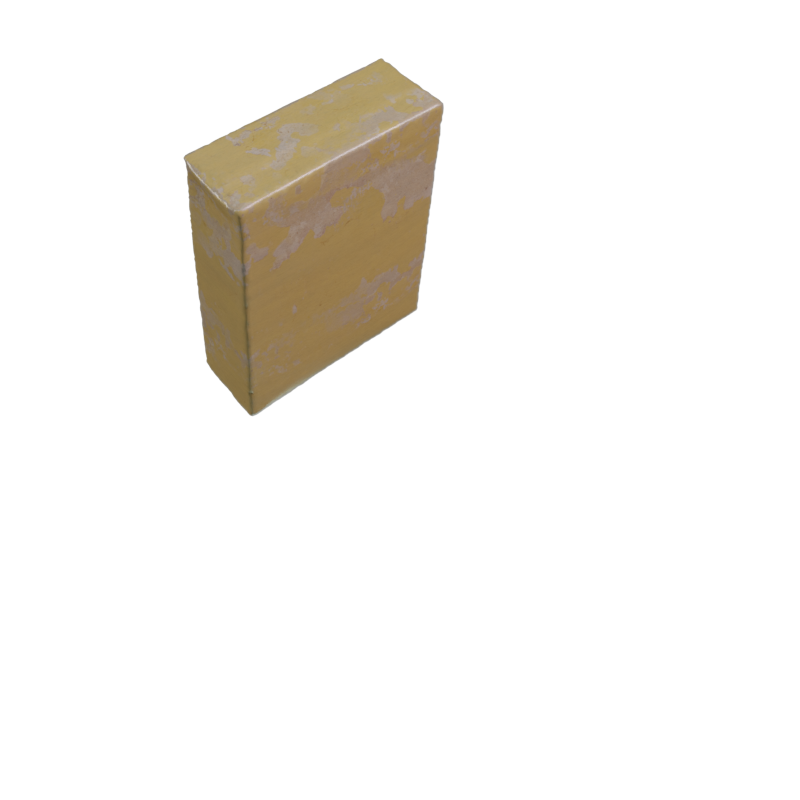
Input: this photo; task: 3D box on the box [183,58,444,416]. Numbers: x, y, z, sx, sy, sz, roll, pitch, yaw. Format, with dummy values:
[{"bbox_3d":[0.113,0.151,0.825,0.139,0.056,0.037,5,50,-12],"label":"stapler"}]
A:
[{"bbox_3d":[-0.060,-0.110,0.769,0.165,0.199,0.077,-33,61,-26],"label":"box"}]
